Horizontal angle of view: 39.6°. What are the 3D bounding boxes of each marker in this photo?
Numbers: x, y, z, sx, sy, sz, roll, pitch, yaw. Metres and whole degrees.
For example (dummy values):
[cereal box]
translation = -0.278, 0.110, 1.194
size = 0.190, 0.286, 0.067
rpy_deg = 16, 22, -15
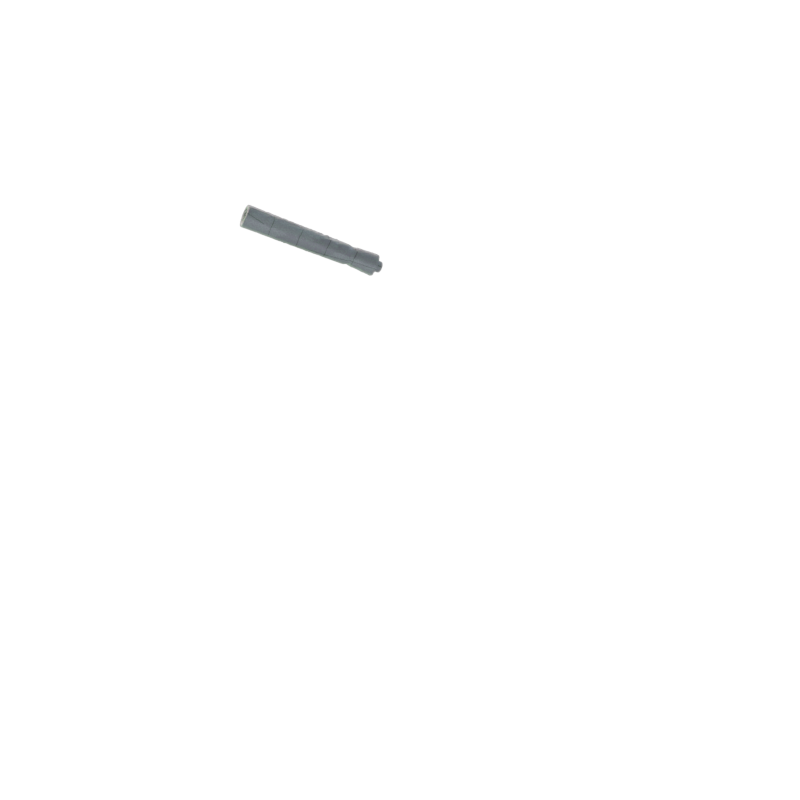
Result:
[marker]
translation = -0.070, -0.127, 0.892
size = 0.118, 0.020, 0.020
rpy_deg = 19, -2, -14
